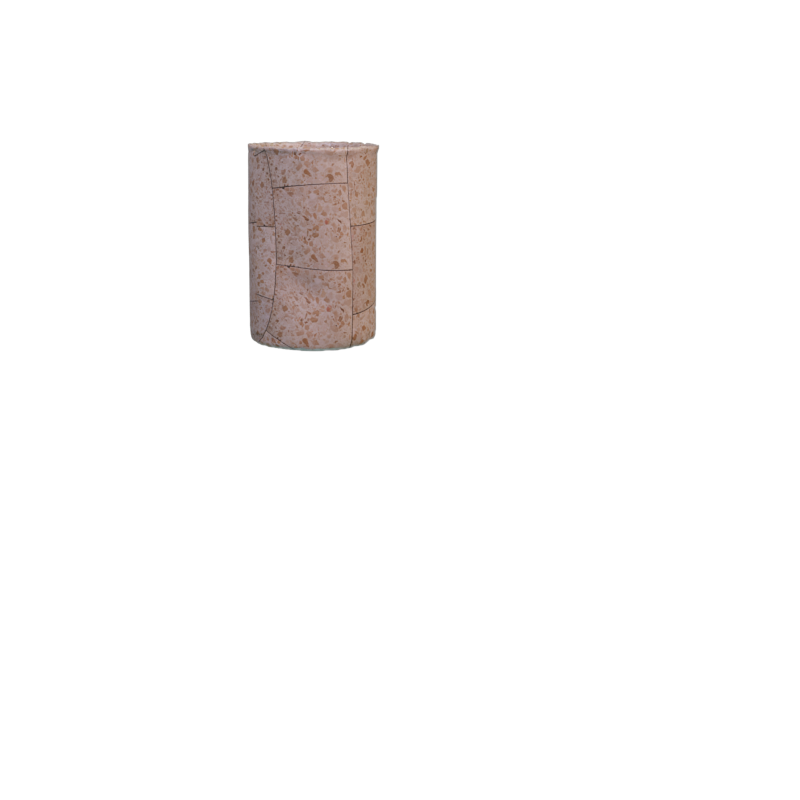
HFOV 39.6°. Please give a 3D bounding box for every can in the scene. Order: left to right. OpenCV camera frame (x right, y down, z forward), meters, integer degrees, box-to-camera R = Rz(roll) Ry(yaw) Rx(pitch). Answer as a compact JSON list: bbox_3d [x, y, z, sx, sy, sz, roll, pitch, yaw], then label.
[{"bbox_3d":[-0.045,-0.082,0.577,0.068,0.100,0.070,0,10,-2],"label":"can"}]
